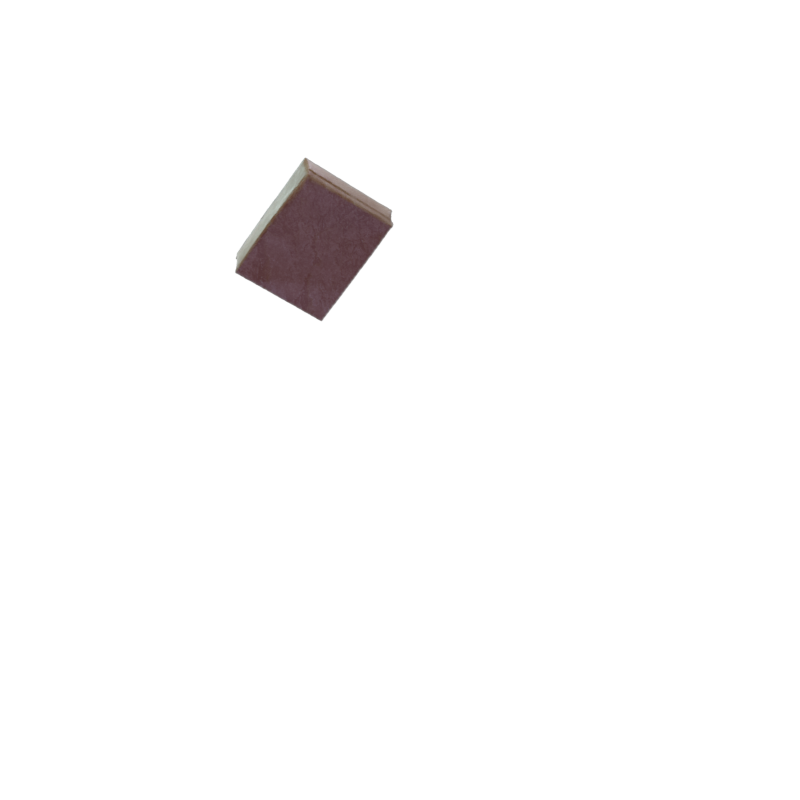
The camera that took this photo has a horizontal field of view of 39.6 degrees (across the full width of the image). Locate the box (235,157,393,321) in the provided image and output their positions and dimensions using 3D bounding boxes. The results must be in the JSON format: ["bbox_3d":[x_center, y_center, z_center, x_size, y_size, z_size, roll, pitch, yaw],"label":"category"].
[{"bbox_3d":[-0.073,-0.134,0.936,0.086,0.111,0.041,31,26,-18],"label":"box"}]
